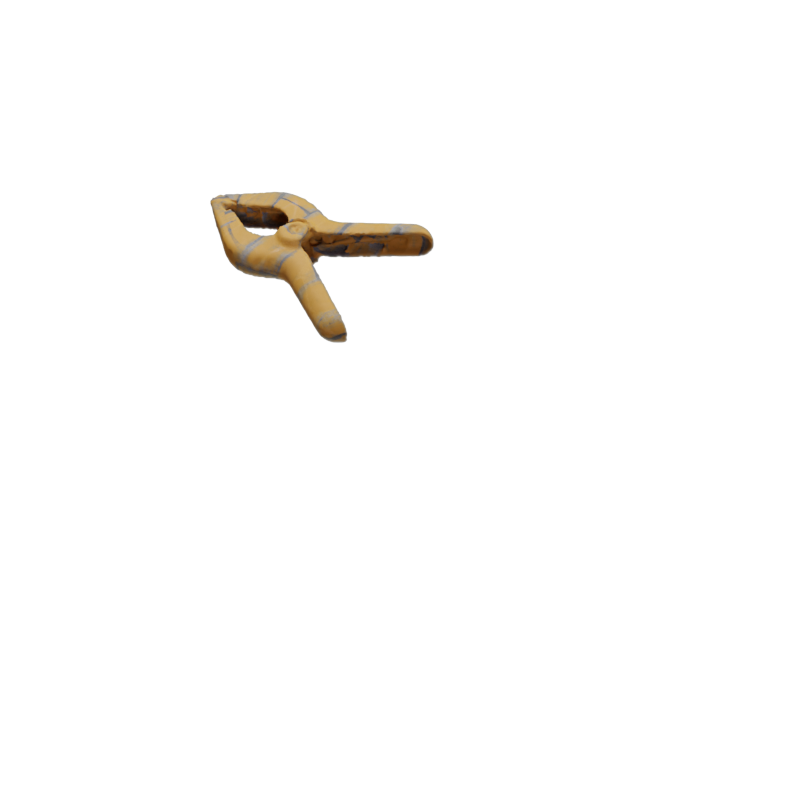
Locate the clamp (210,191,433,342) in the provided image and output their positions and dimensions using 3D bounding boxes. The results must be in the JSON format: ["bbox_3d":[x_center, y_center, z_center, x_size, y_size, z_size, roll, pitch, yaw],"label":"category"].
[{"bbox_3d":[-0.064,-0.117,0.822,0.121,0.036,0.183,-34,54,-30],"label":"clamp"}]
